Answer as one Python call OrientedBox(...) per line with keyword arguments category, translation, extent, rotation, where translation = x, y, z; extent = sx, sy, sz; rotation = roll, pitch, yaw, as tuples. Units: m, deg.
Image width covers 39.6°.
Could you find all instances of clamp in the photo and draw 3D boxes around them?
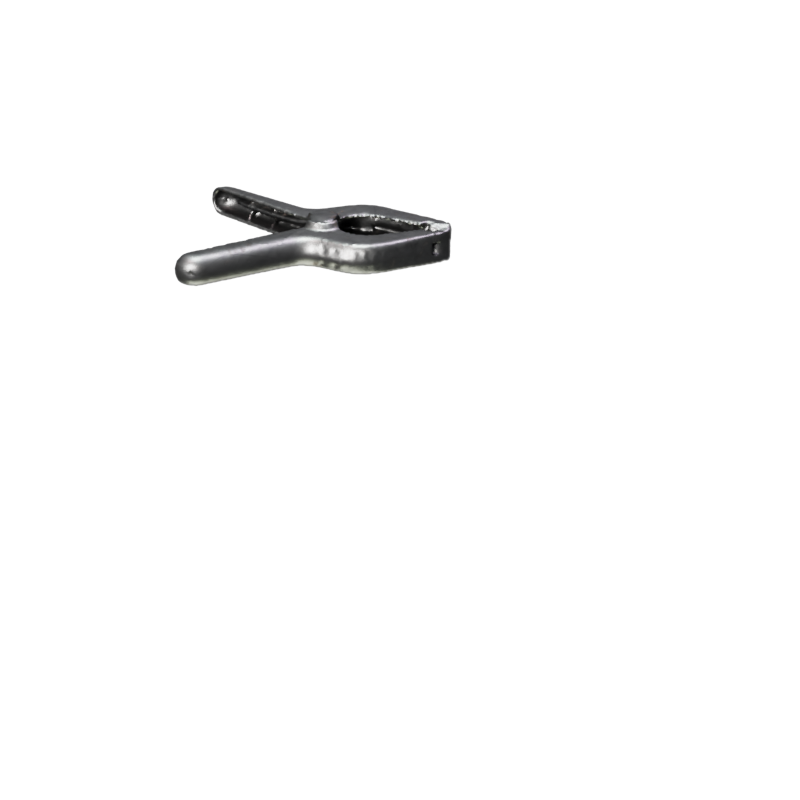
OrientedBox(category="clamp", translation=(-0.068, -0.124, 0.865), extent=(0.213, 0.034, 0.171), rotation=(6, 30, 9))
